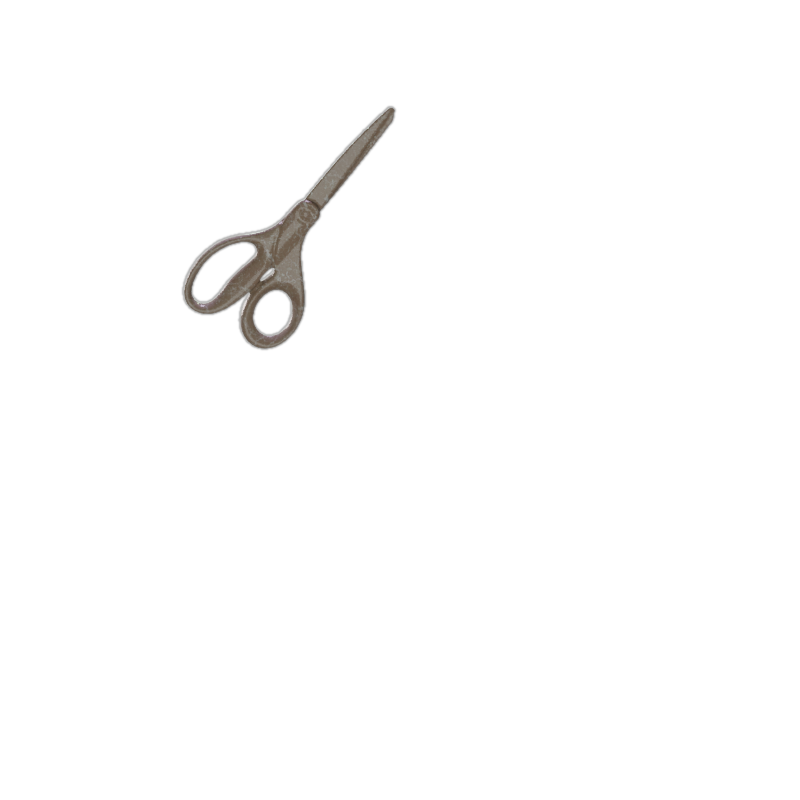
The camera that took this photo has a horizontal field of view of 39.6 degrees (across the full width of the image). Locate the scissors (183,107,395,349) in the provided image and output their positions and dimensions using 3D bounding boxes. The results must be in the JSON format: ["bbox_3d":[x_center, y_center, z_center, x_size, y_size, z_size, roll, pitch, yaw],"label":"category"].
[{"bbox_3d":[-0.062,-0.113,0.794,0.201,0.094,0.016,-34,8,5],"label":"scissors"}]
